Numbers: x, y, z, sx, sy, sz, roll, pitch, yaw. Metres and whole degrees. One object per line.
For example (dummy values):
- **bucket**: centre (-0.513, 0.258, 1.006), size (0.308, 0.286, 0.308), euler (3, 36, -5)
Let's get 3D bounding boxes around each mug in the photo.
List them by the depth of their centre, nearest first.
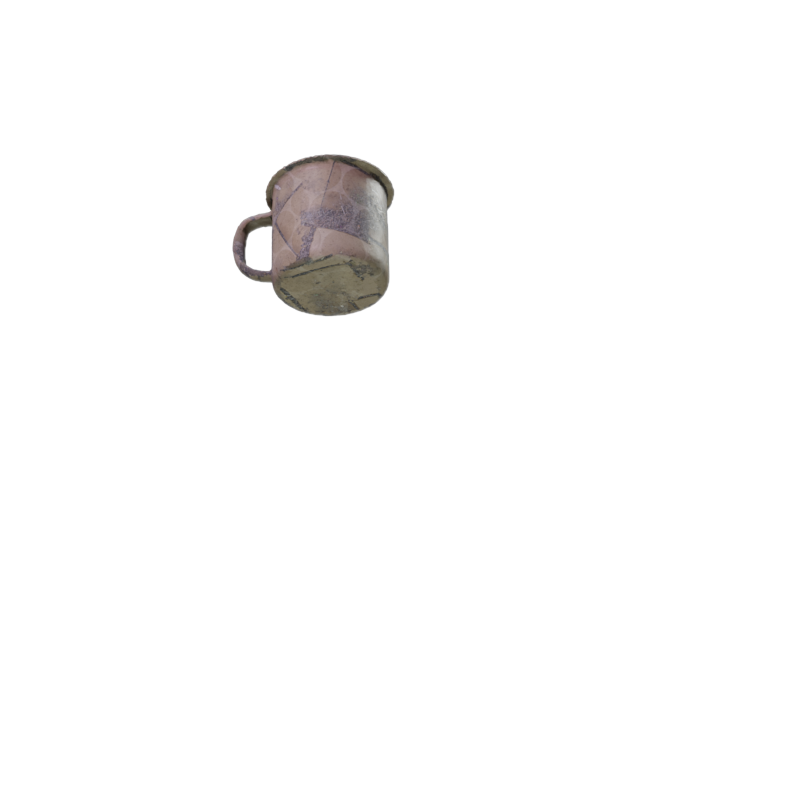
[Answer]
- **mug**: centre (-0.061, -0.112, 0.781), size (0.118, 0.087, 0.087), euler (-5, -31, 6)
